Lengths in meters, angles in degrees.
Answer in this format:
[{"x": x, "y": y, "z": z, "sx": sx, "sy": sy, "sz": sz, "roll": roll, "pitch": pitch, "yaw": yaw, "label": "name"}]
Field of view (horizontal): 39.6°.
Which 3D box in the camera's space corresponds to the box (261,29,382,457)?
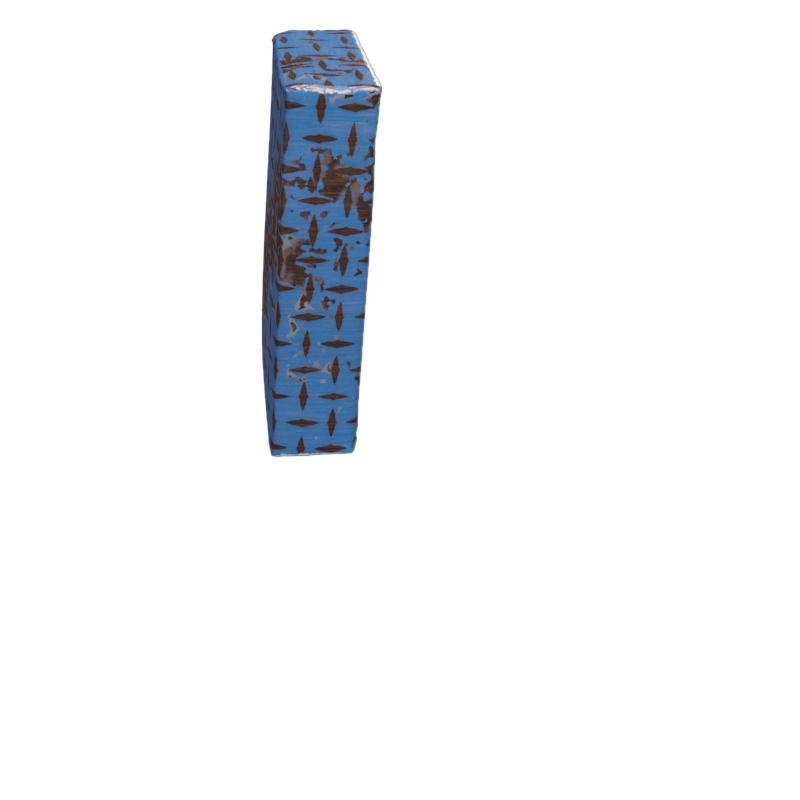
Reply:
[{"x": -0.040, "y": -0.072, "z": 0.506, "sx": 0.048, "sy": 0.167, "sz": 0.099, "roll": -2, "pitch": 27, "yaw": -8, "label": "box"}]
